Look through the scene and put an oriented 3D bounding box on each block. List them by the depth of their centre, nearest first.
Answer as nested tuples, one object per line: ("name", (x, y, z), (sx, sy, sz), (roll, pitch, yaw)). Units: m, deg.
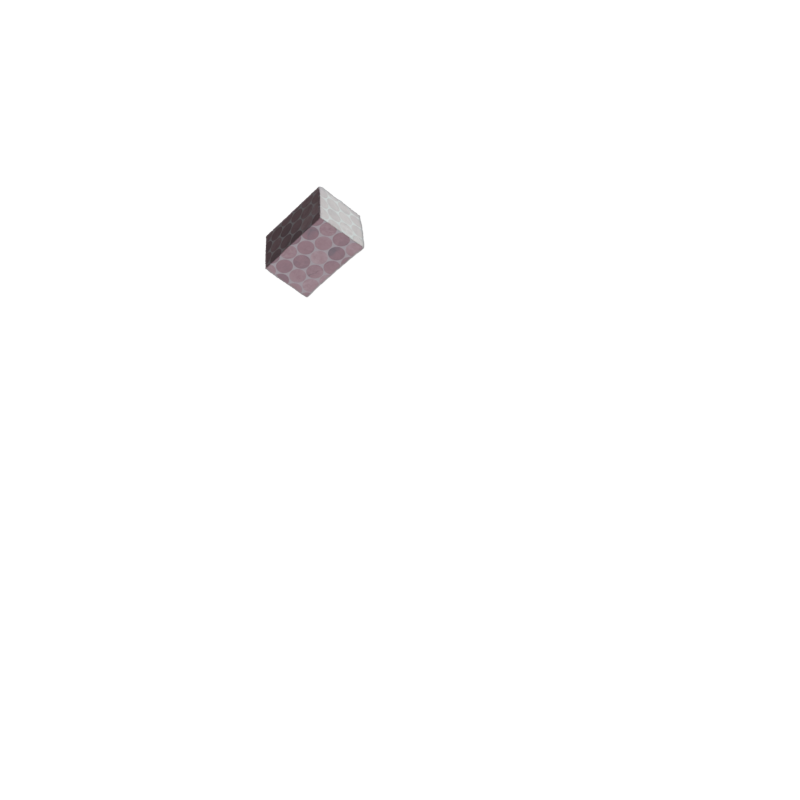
("block", (-0.078, -0.142, 0.996), (0.050, 0.055, 0.077), (36, -59, -29))
